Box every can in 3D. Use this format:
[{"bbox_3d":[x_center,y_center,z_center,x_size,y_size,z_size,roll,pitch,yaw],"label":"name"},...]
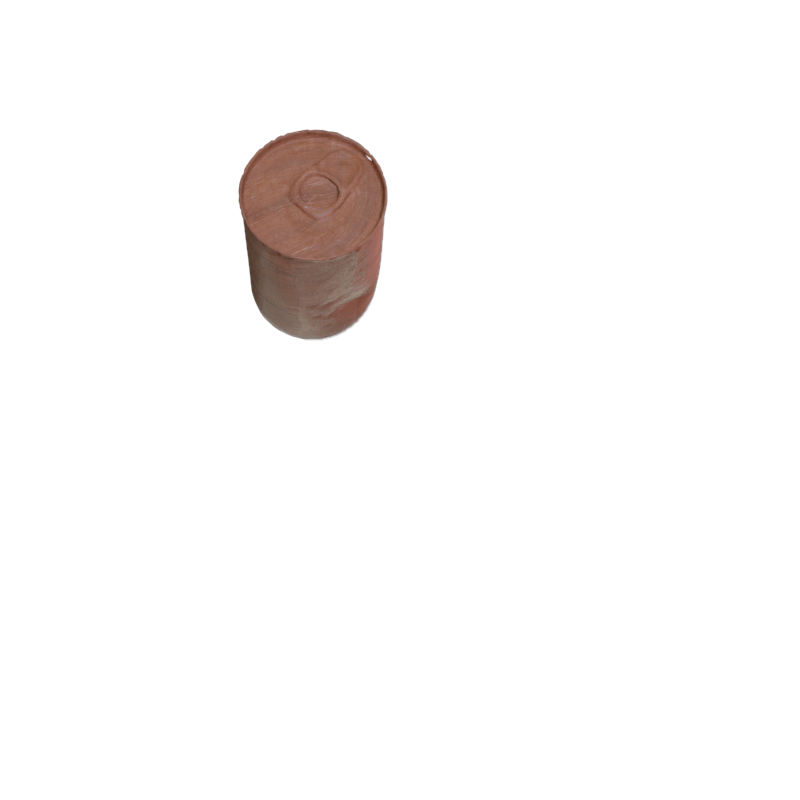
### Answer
[{"bbox_3d":[-0.043,-0.078,0.547,0.068,0.072,0.097,0,-21,-3],"label":"can"}]
